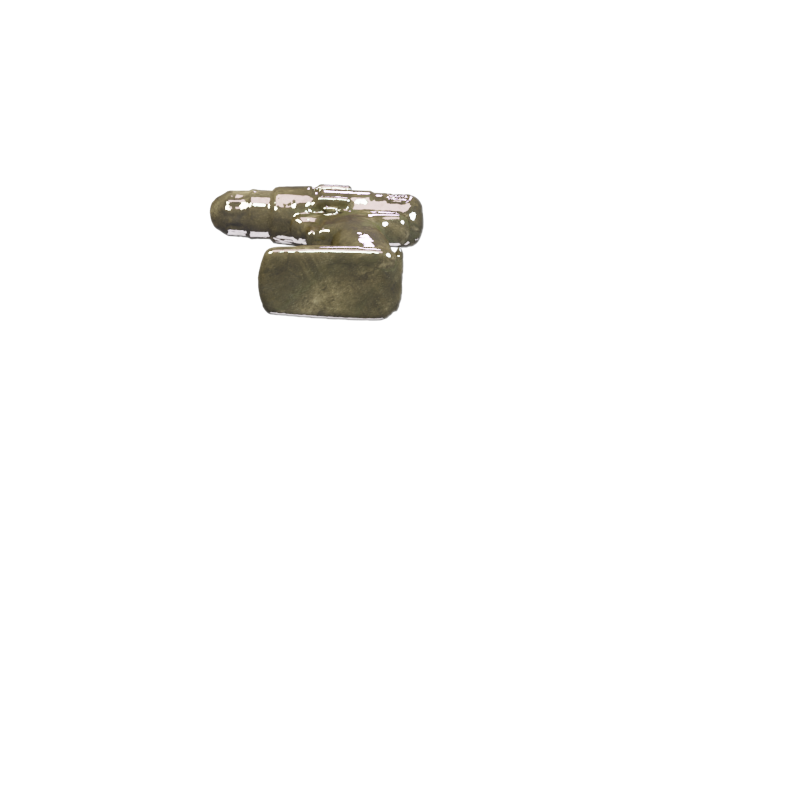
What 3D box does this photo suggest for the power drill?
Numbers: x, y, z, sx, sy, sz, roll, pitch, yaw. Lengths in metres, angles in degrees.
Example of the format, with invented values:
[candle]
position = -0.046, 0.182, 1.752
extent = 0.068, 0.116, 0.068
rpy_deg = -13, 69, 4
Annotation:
[power drill]
position = -0.070, -0.128, 0.893
extent = 0.185, 0.054, 0.198
rpy_deg = 0, 27, 0
